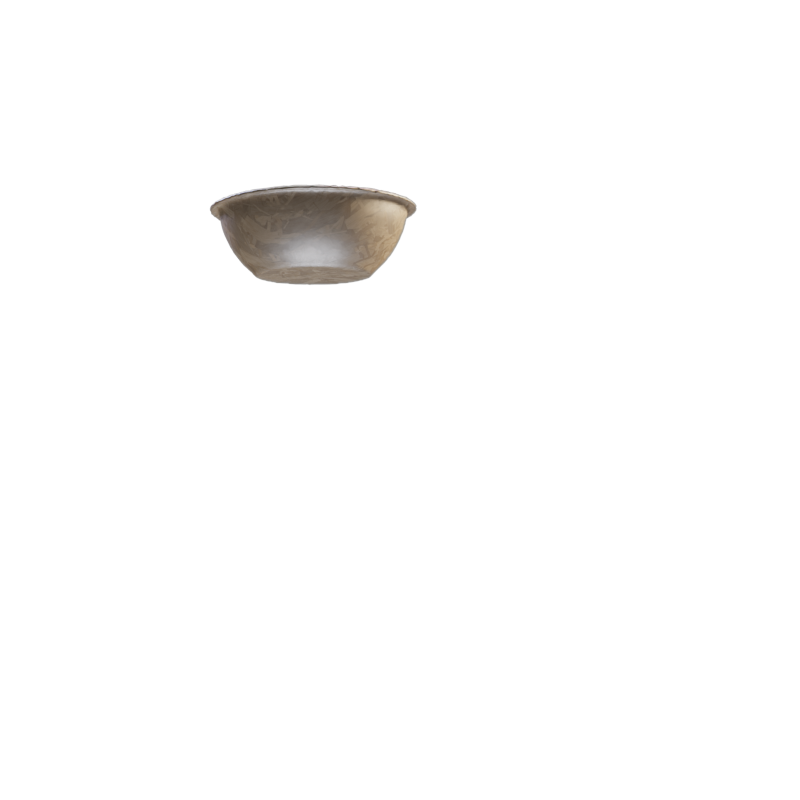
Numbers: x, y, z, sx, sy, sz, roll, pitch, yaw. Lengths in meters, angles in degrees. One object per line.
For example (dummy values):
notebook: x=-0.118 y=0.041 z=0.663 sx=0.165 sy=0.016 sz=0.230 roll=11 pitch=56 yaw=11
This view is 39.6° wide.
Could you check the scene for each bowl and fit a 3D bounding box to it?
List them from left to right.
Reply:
bowl: x=-0.068 y=-0.123 z=0.864 sx=0.162 sy=0.056 sz=0.160 roll=0 pitch=-4 yaw=-2
